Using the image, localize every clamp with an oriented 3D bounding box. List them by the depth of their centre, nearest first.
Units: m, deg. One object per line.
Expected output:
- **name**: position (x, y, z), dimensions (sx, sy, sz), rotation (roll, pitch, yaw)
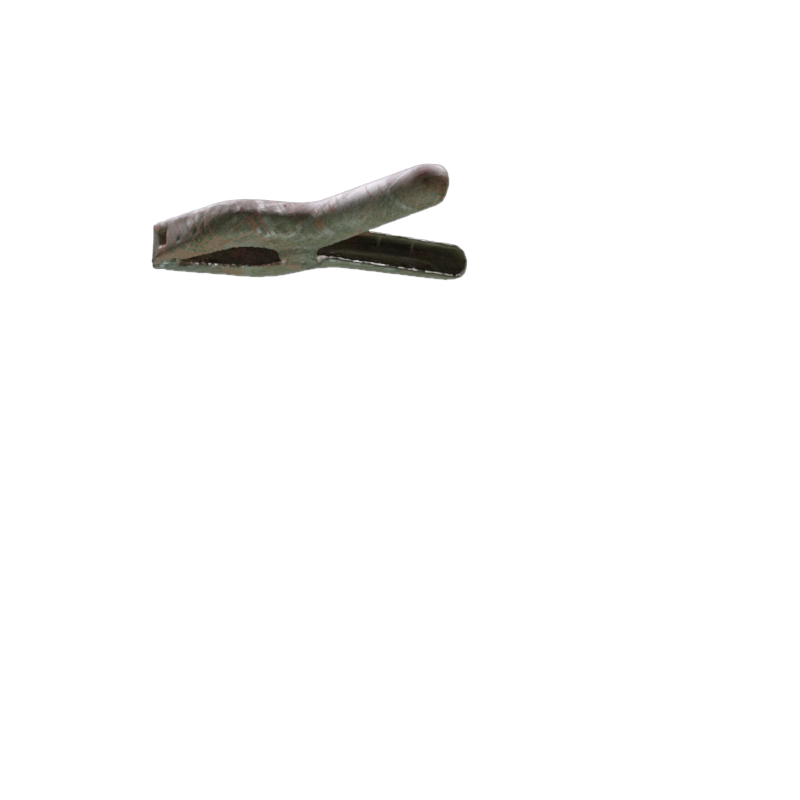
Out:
- **clamp**: position (-0.057, -0.103, 0.725), dimensions (0.214, 0.038, 0.155), rotation (-4, -14, 16)
